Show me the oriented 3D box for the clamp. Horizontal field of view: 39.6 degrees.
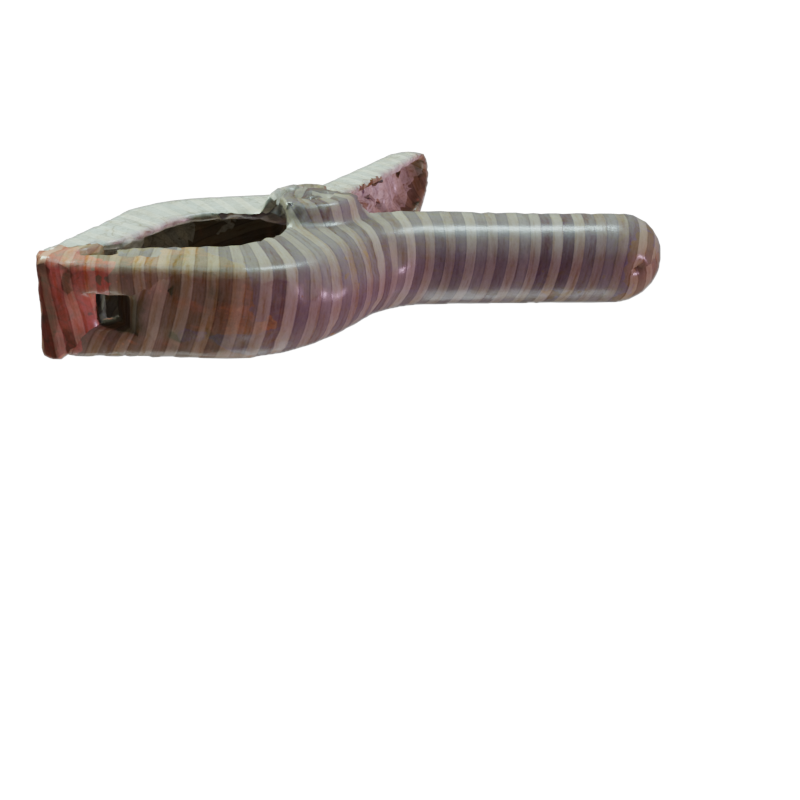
[{"bbox_3d":[-0.026,-0.047,0.330,0.167,0.038,0.127,-8,20,-25],"label":"clamp"}]
